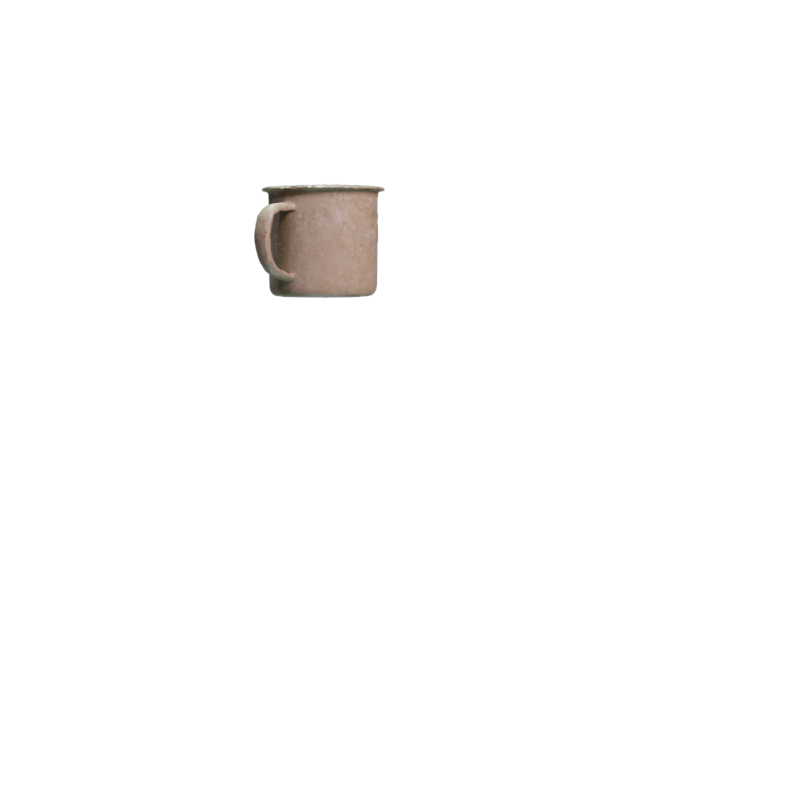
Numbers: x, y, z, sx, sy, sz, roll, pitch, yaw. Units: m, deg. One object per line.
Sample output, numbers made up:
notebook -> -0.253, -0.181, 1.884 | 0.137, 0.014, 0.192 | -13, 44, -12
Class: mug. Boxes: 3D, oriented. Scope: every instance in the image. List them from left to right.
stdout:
mug -> -0.065, -0.118, 0.826 | 0.097, 0.081, 0.113 | 3, 6, 35
